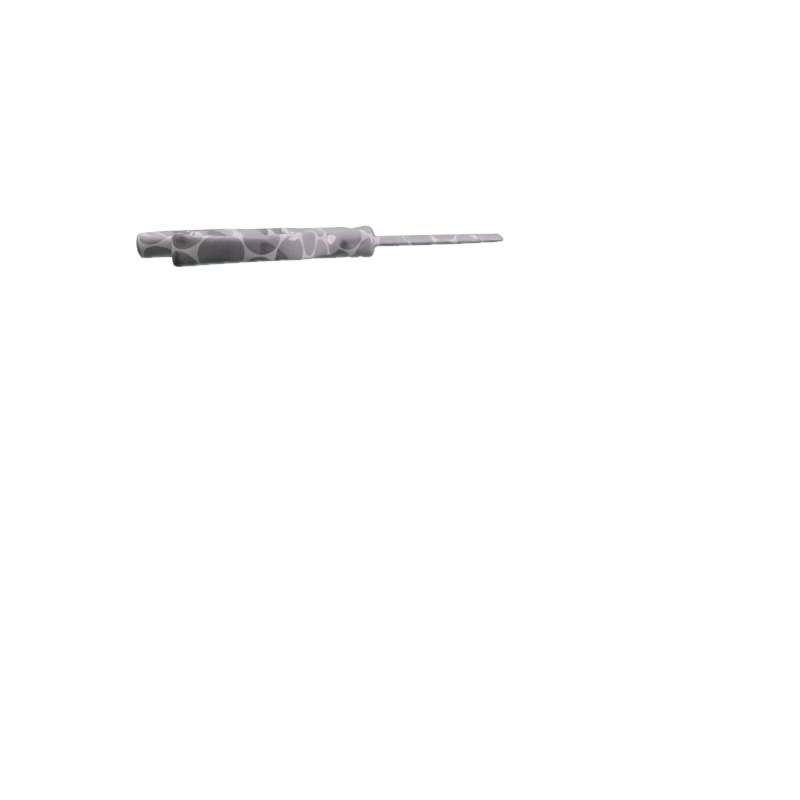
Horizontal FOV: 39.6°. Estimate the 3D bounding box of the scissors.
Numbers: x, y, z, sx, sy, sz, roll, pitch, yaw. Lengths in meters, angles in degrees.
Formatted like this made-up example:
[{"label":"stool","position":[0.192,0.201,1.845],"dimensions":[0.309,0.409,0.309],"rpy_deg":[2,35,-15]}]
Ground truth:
[{"label":"scissors","position":[-0.043,-0.078,0.544],"dimensions":[0.100,0.015,0.196],"rpy_deg":[8,13,37]}]
